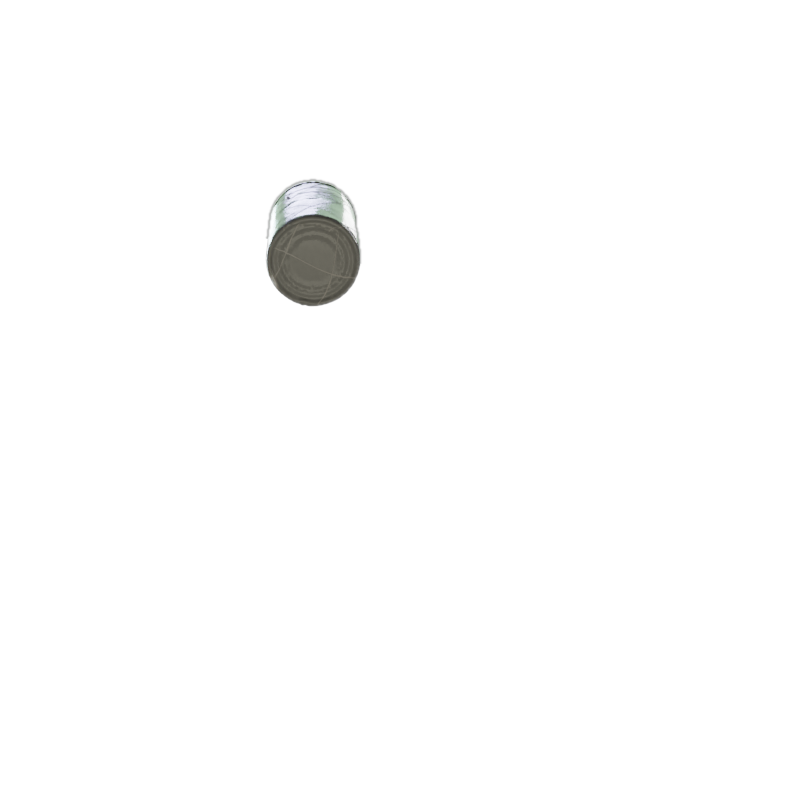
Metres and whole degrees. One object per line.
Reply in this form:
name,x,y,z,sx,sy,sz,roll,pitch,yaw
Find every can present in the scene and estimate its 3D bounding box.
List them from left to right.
can,-0.064,-0.117,0.817,0.068,0.066,0.107,0,22,-3
